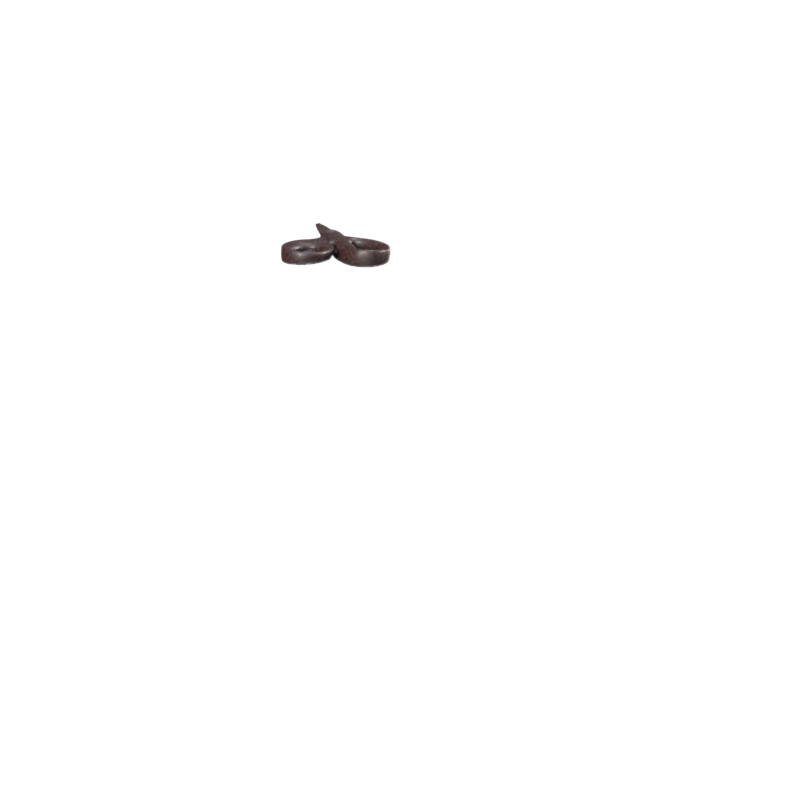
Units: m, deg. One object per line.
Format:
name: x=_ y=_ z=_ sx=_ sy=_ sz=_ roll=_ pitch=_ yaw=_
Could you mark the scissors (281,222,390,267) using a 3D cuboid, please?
scissors: x=-0.075 y=-0.136 z=0.952 sx=0.094 sy=0.015 sz=0.212 roll=-7 pitch=17 yaw=-23
